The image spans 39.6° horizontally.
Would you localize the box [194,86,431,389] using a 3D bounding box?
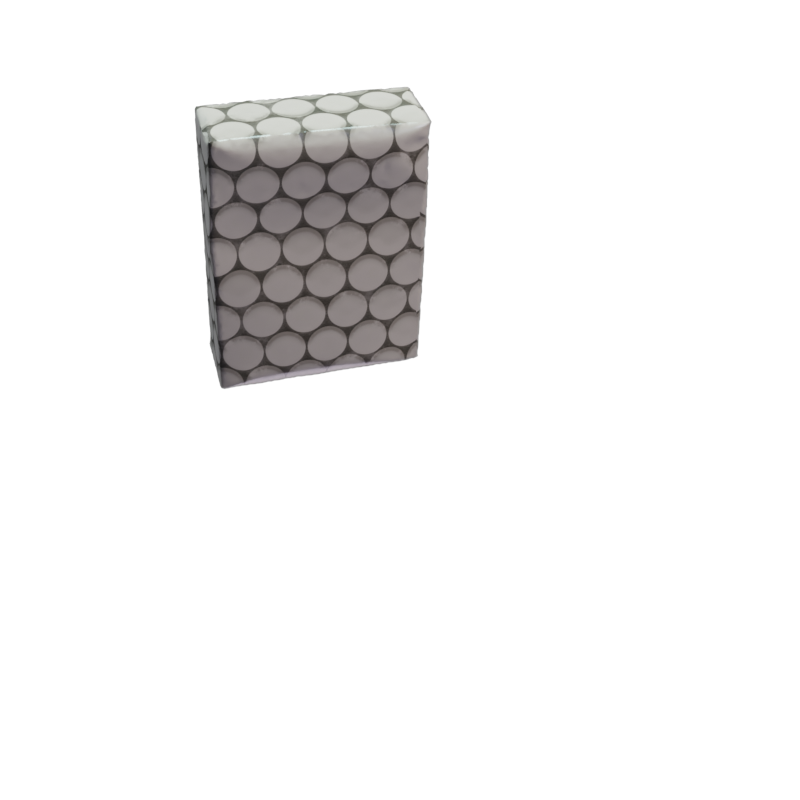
[{"bbox_3d":[-0.066,-0.120,0.841,0.162,0.200,0.077,-7,35,-13],"label":"box"}]
